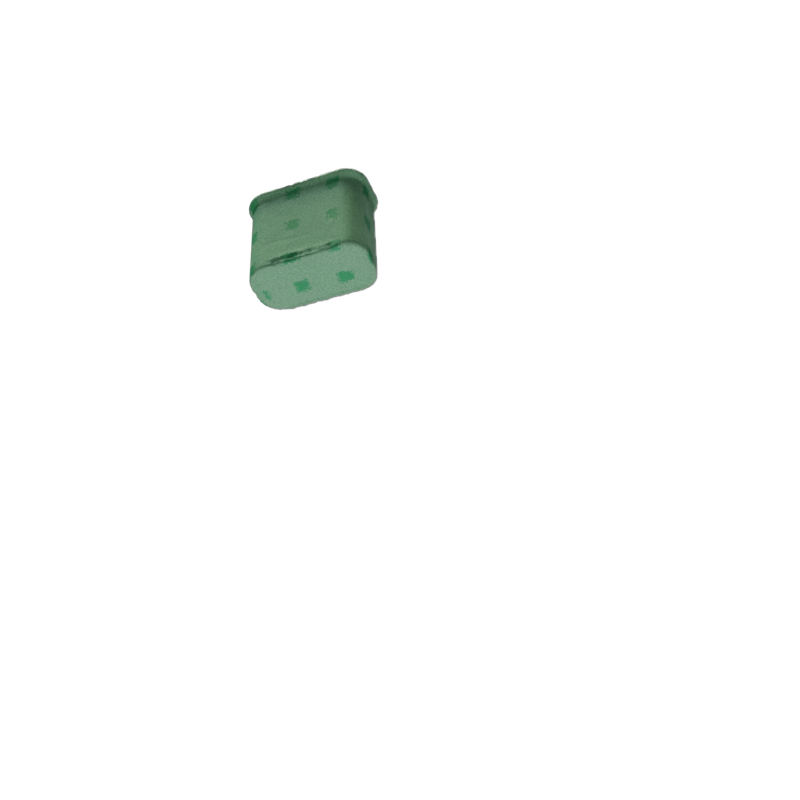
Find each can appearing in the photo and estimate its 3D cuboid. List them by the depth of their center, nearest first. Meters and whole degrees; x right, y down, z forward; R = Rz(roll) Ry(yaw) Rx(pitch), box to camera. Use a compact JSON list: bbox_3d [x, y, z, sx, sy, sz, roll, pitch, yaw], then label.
[{"bbox_3d":[-0.068,-0.123,0.864,0.103,0.090,0.053,-15,-43,15],"label":"can"}]
